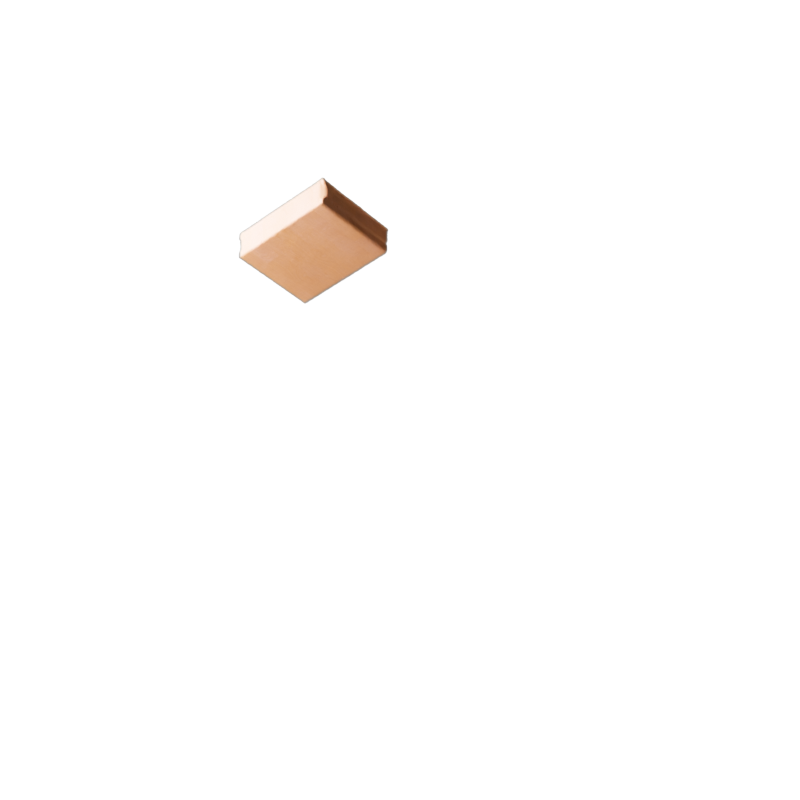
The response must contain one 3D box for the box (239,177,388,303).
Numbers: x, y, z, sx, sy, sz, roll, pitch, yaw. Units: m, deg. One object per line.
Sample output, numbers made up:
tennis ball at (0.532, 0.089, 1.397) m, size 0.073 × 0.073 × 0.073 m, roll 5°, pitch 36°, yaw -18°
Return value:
box at (-0.065, -0.119, 0.834) m, size 0.089 × 0.032 × 0.068 m, roll -30°, pitch -48°, yaw 31°
